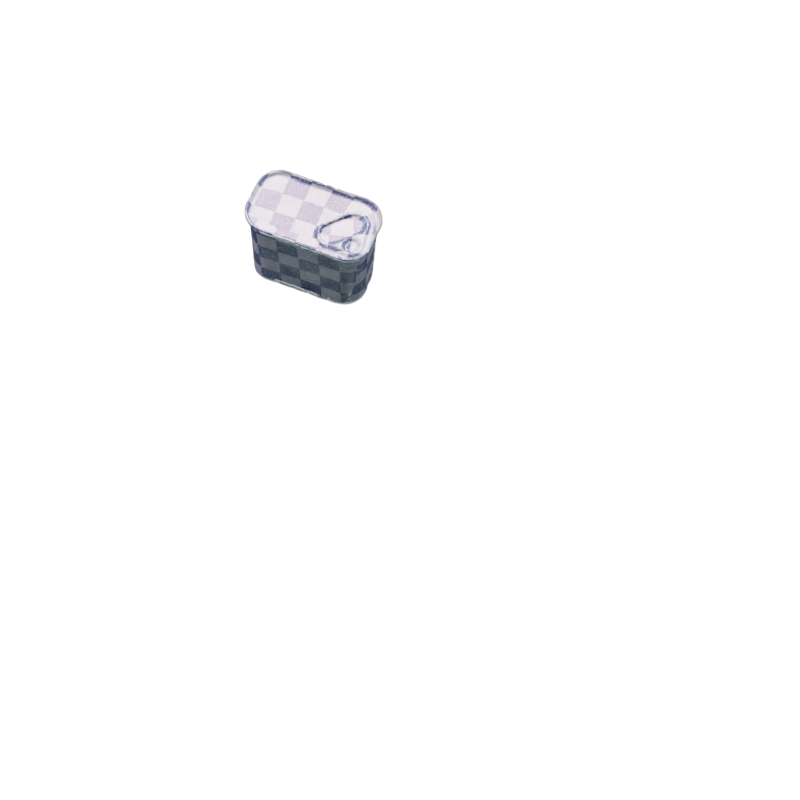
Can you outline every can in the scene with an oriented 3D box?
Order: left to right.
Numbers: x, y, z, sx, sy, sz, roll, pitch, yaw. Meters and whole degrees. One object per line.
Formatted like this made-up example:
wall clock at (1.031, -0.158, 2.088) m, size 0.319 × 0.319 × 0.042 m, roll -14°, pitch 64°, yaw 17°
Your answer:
can at (-0.068, -0.124, 0.871) m, size 0.104 × 0.060 × 0.079 m, roll 20°, pitch -25°, yaw 8°
